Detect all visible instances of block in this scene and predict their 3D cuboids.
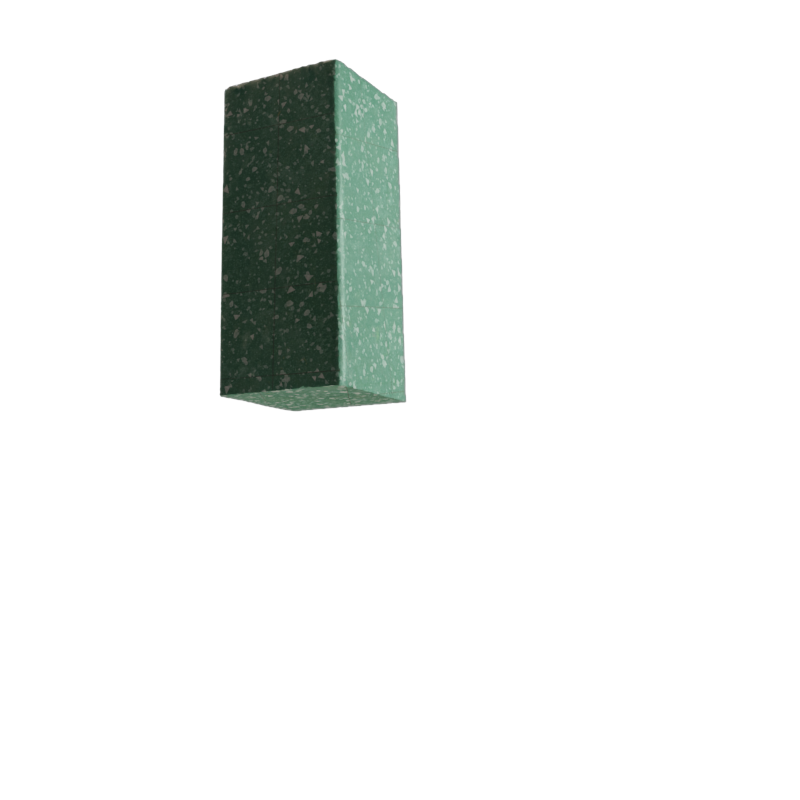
[{"bbox_3d":[-0.057,-0.103,0.724,0.093,0.214,0.085,-9,-16,28],"label":"block"}]
